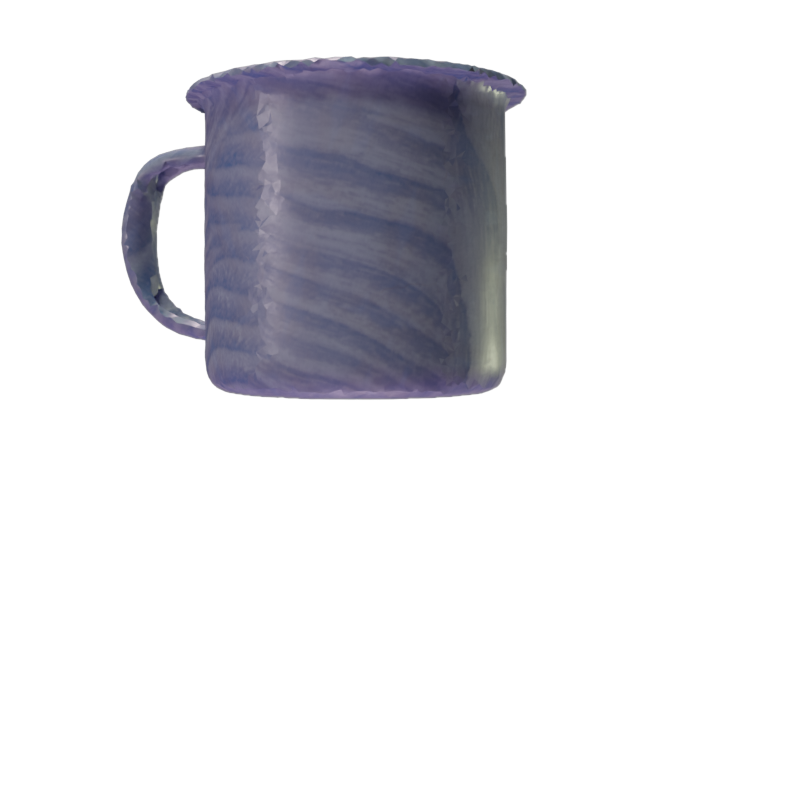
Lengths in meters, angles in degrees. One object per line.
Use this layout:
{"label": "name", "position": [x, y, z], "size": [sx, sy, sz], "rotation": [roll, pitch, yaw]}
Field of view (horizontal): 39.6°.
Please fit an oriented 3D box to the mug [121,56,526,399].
{"label": "mug", "position": [-0.024, -0.044, 0.307], "size": [0.120, 0.082, 0.091], "rotation": [0, 1, 16]}
